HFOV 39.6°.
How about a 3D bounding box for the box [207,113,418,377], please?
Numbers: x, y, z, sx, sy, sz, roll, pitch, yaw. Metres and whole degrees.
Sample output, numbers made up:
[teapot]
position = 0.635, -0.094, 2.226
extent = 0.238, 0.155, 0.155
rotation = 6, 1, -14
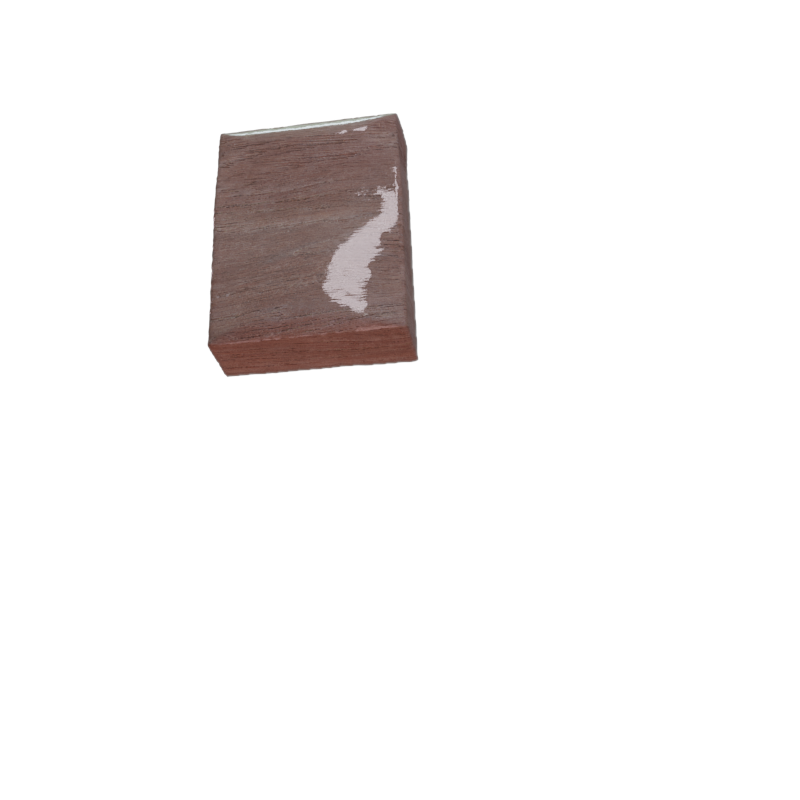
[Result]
[box]
position = -0.074, -0.135, 0.942
extent = 0.166, 0.227, 0.067
rotation = -6, -29, 8
